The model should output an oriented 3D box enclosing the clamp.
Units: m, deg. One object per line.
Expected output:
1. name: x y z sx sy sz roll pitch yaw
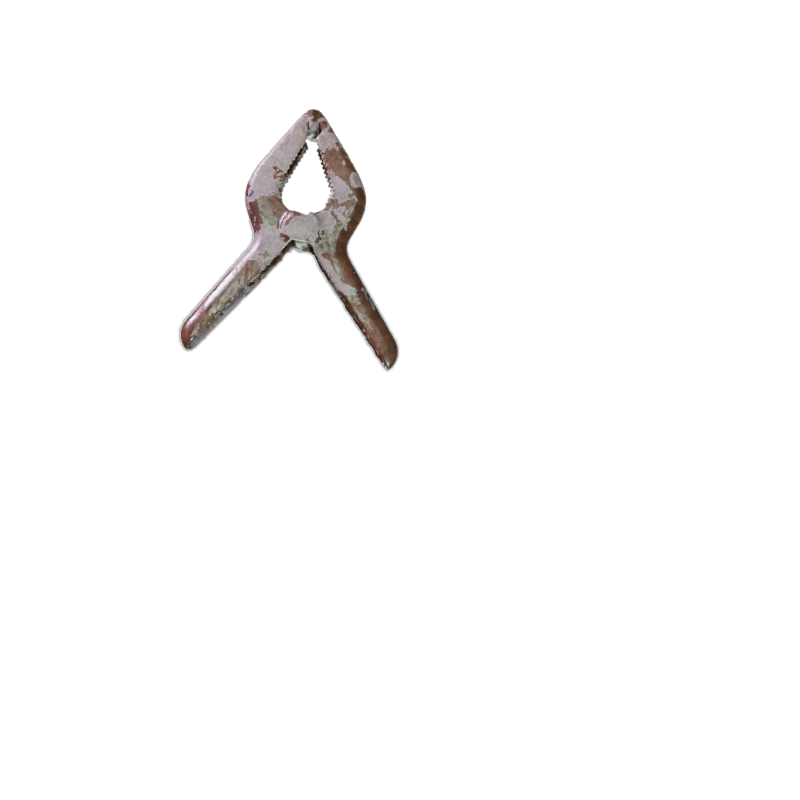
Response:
1. clamp: -0.068 -0.123 0.862 0.165 0.217 0.035 11 -17 3
